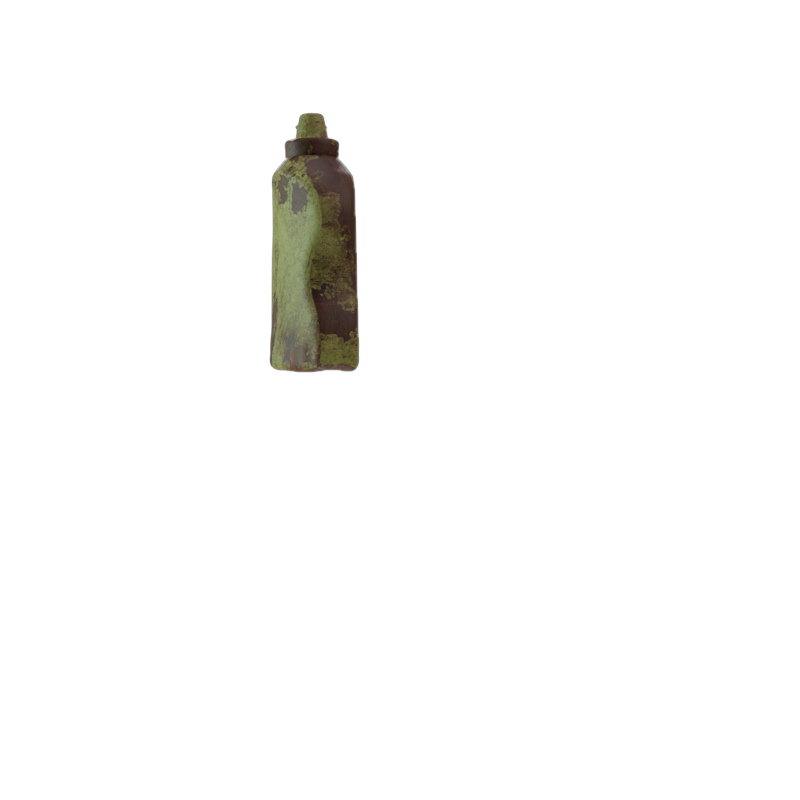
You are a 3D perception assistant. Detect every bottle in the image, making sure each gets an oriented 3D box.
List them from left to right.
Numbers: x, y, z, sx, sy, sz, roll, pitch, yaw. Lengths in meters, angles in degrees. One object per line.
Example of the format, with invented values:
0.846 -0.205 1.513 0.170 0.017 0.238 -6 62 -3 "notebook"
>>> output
-0.065 -0.118 0.826 0.057 0.194 0.098 1 -3 -23 "bottle"
